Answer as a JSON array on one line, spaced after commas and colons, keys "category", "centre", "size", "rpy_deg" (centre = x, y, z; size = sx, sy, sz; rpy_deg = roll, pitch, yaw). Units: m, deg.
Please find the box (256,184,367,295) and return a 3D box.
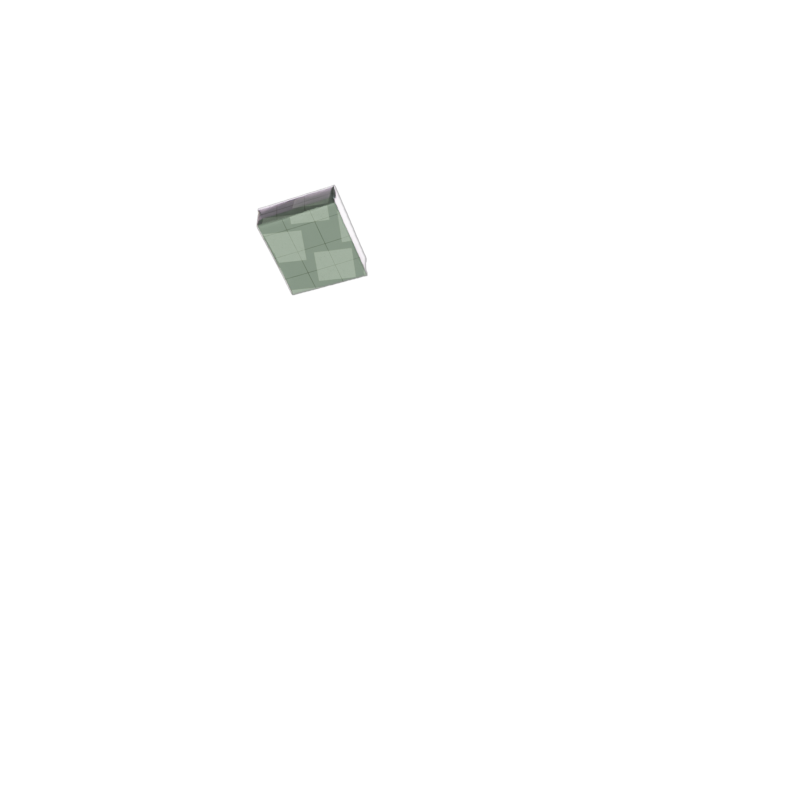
[{"category": "box", "centre": [-0.076, -0.139, 0.977], "size": [0.074, 0.082, 0.032], "rpy_deg": [-15, 41, 13]}]
